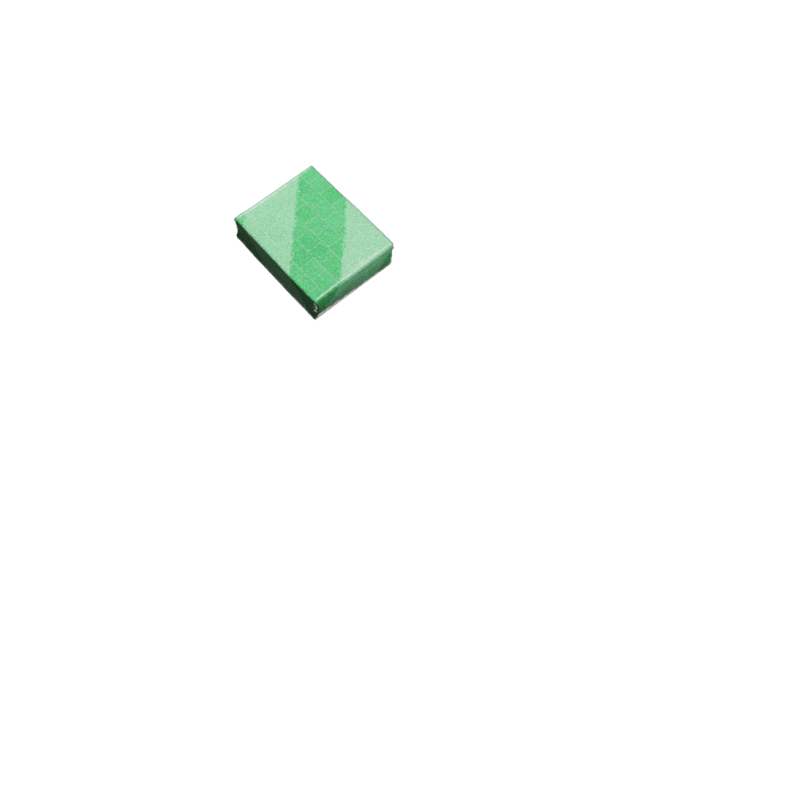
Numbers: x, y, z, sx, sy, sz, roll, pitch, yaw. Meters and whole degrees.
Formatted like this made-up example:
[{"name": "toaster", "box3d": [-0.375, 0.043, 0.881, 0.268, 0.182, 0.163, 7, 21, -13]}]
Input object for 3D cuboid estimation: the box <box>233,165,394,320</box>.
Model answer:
[{"name": "box", "box3d": [-0.076, -0.138, 0.966, 0.090, 0.120, 0.036, -37, -25, -20]}]
